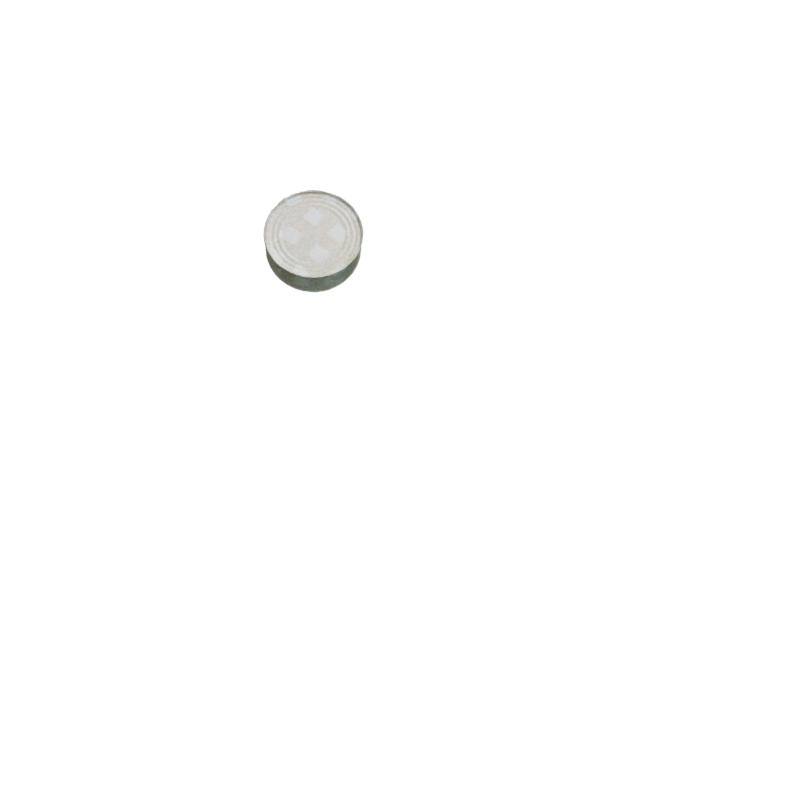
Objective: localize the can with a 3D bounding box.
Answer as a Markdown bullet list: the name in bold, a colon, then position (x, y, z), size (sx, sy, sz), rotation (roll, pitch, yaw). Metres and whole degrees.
- **can**: position (-0.076, -0.138, 0.968), size (0.086, 0.091, 0.032), rotation (-1, -26, -1)
